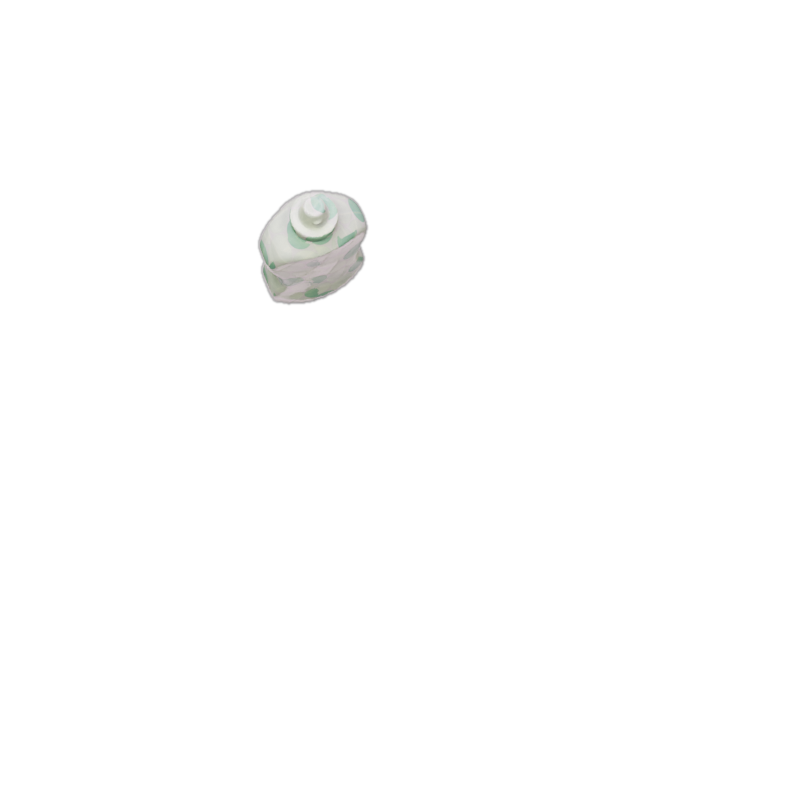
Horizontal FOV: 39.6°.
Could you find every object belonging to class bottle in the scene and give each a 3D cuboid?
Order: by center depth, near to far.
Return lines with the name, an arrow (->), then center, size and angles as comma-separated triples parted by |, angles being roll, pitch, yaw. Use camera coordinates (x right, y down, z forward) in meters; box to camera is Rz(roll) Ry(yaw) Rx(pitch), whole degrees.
bottle -> -0.077, -0.141, 0.990 | 0.096, 0.060, 0.185 | -20, -9, -8
